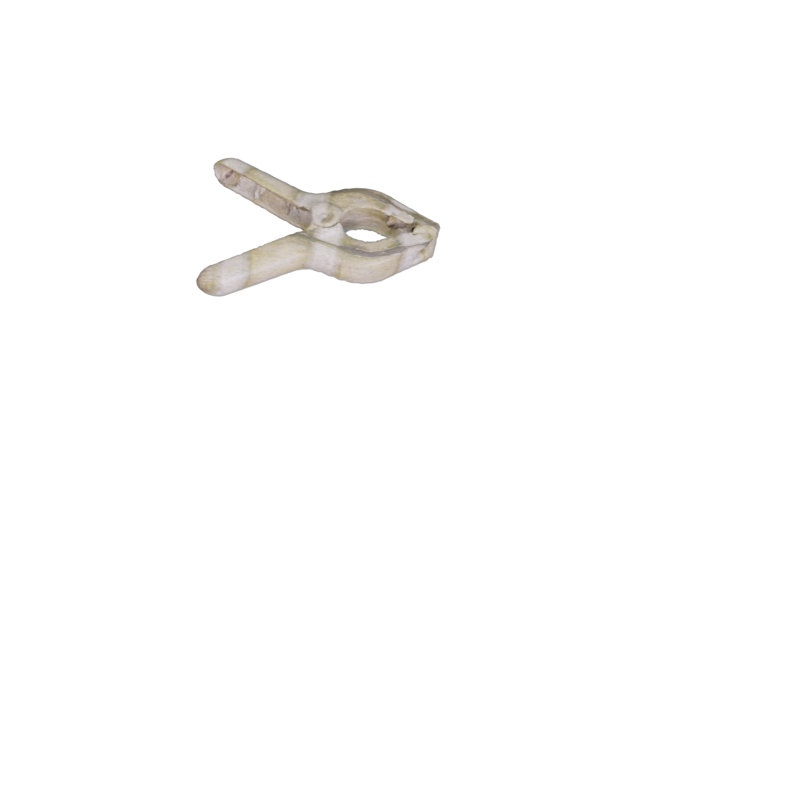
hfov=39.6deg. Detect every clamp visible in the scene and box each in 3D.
[{"bbox_3d":[-0.061,-0.111,0.779,0.173,0.127,0.037,9,-32,6],"label":"clamp"}]
